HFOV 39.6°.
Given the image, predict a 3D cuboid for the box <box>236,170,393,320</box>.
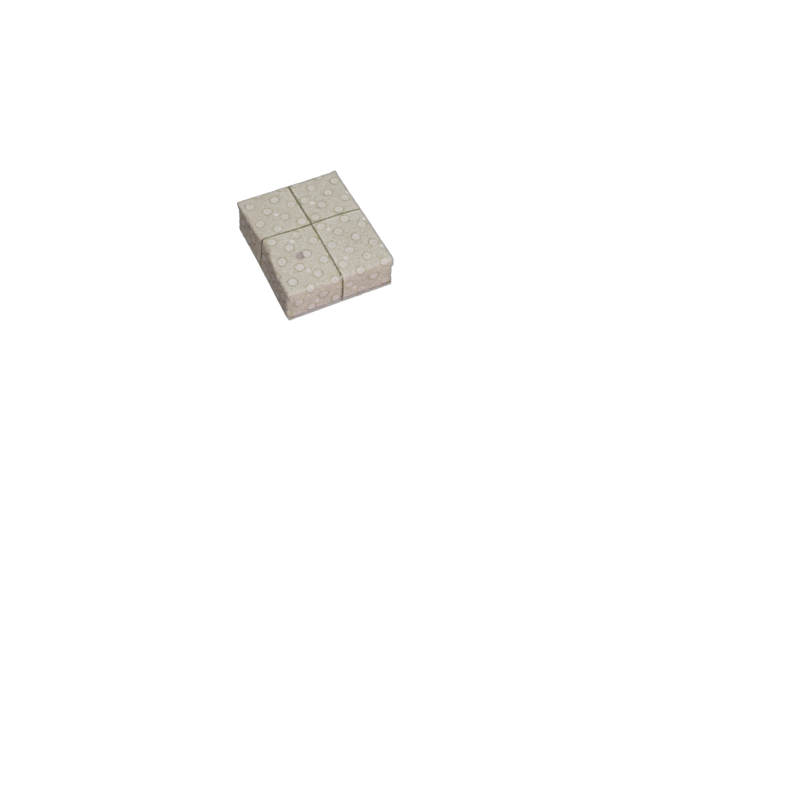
[{"bbox_3d":[-0.056,-0.103,0.718,0.072,0.096,0.028,-20,-35,-15],"label":"box"}]
